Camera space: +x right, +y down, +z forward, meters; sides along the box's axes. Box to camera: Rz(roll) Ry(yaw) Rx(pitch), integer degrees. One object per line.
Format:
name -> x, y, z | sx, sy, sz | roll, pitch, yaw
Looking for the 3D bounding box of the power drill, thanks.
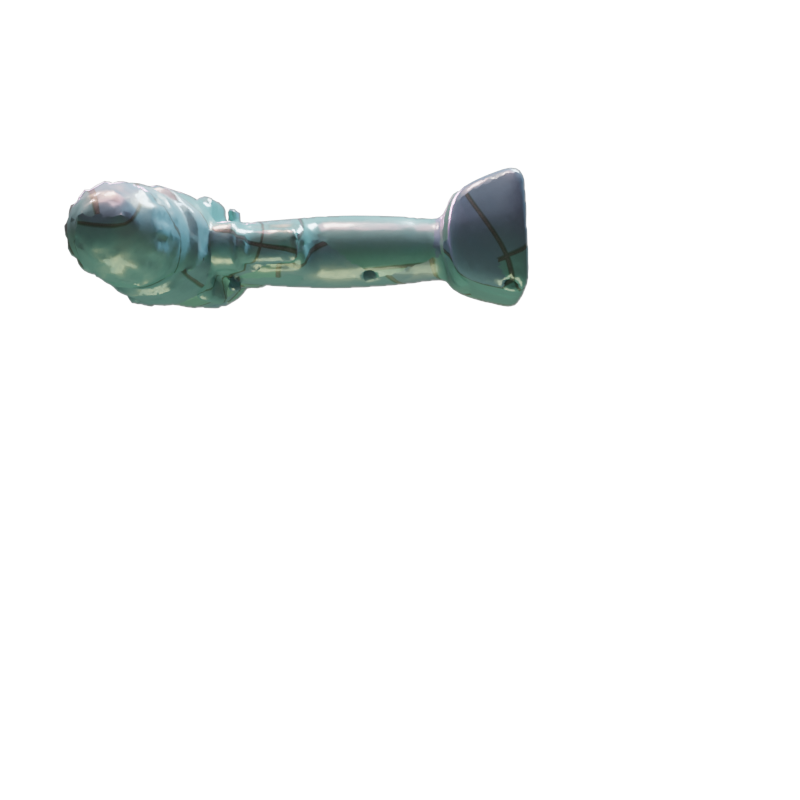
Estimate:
power drill -> -0.039, -0.071, 0.498 | 0.190, 0.058, 0.182 | 0, 3, 7
